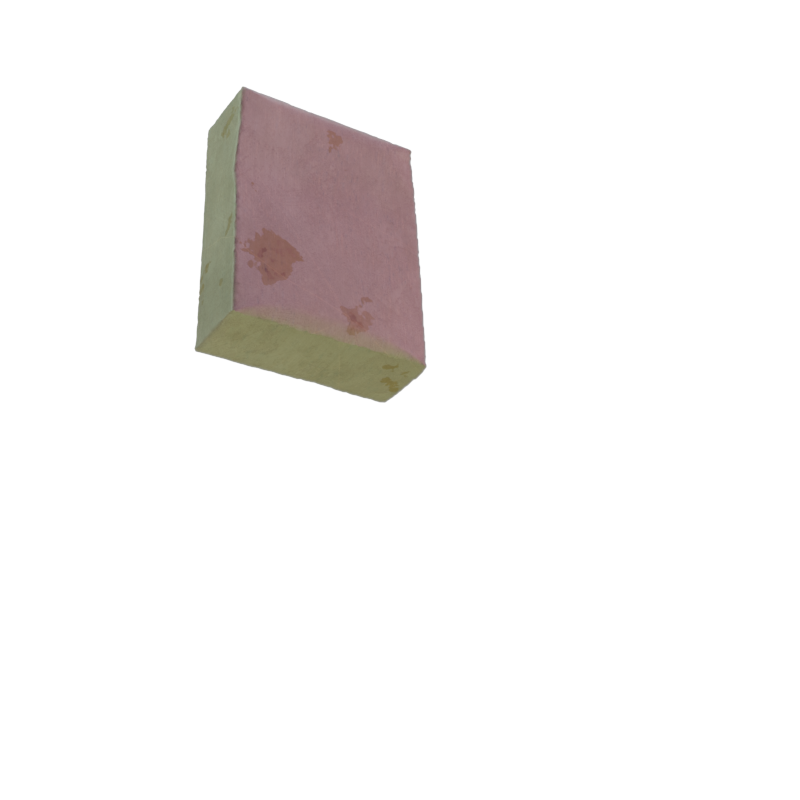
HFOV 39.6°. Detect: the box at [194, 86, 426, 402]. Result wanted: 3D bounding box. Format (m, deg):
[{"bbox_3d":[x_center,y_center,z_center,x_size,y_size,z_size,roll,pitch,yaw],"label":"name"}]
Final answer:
[{"bbox_3d":[-0.067,-0.122,0.856,0.157,0.228,0.070,16,-37,-26],"label":"box"}]
